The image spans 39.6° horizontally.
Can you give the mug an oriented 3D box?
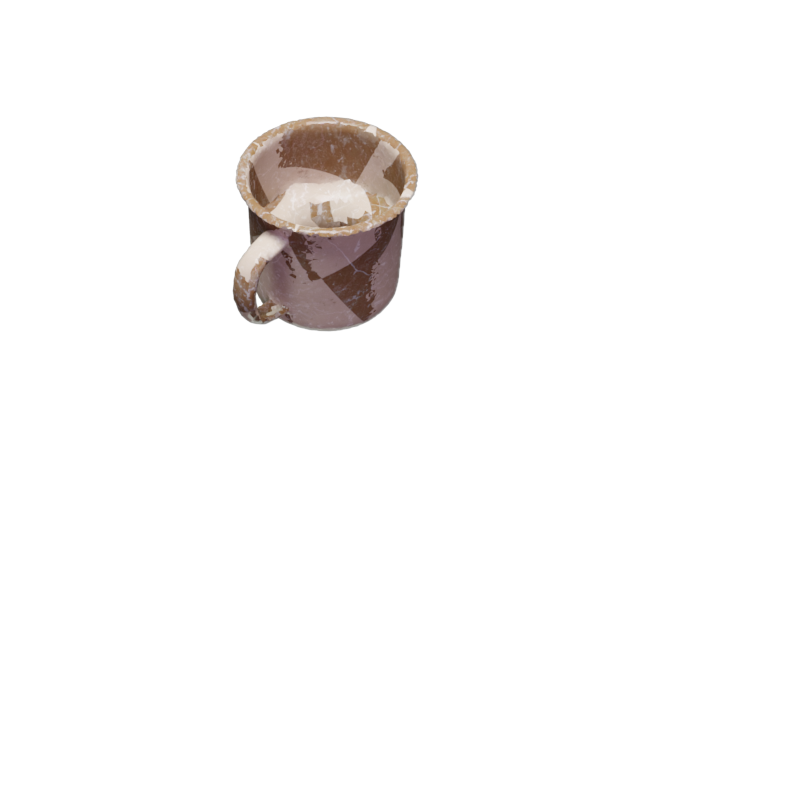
[{"bbox_3d":[-0.046,-0.084,0.585,0.098,0.076,0.120,26,52,21],"label":"mug"}]
